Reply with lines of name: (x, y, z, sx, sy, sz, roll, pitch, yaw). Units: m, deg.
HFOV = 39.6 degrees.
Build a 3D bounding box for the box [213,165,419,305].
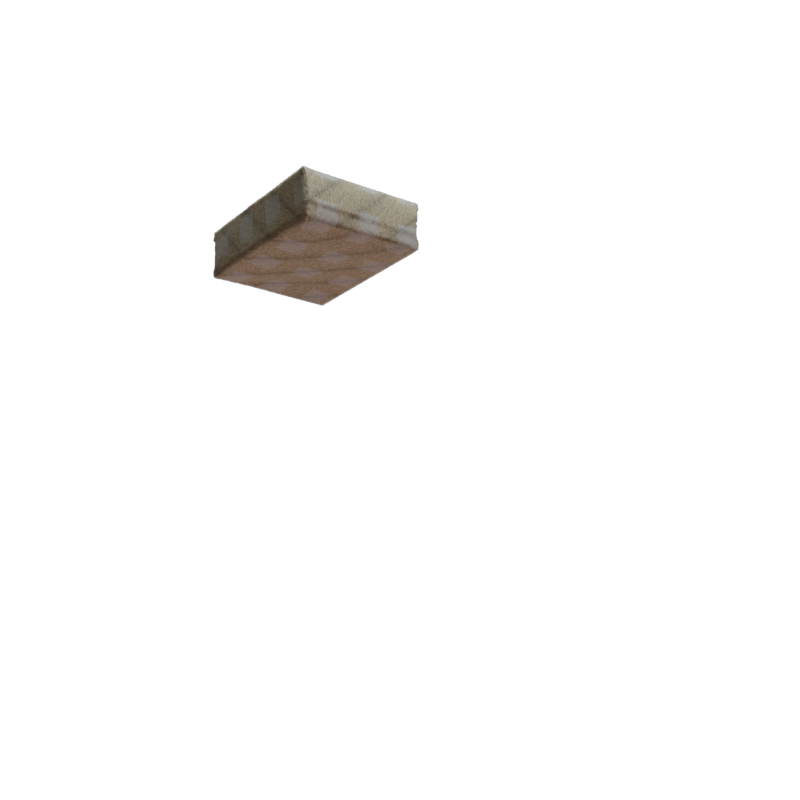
box: (-0.057, -0.103, 0.720, 0.085, 0.041, 0.114, 13, -22, -35)
